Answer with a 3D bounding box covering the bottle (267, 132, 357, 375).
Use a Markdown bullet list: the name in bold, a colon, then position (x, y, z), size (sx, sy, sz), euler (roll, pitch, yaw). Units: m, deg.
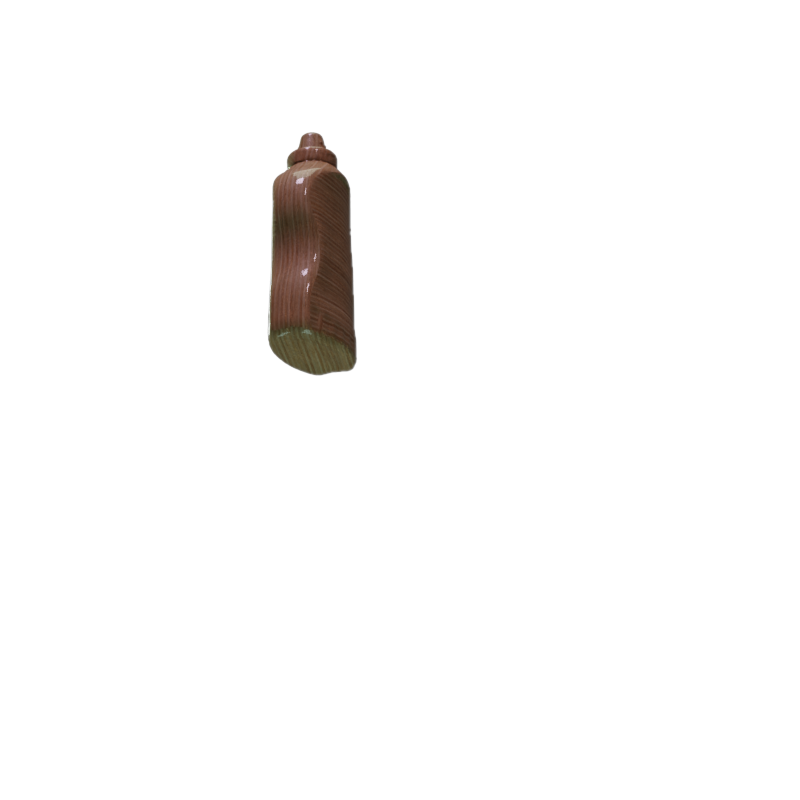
- **bottle**: position (-0.068, -0.123, 0.864), size (0.059, 0.203, 0.089), euler (-11, -26, 20)
